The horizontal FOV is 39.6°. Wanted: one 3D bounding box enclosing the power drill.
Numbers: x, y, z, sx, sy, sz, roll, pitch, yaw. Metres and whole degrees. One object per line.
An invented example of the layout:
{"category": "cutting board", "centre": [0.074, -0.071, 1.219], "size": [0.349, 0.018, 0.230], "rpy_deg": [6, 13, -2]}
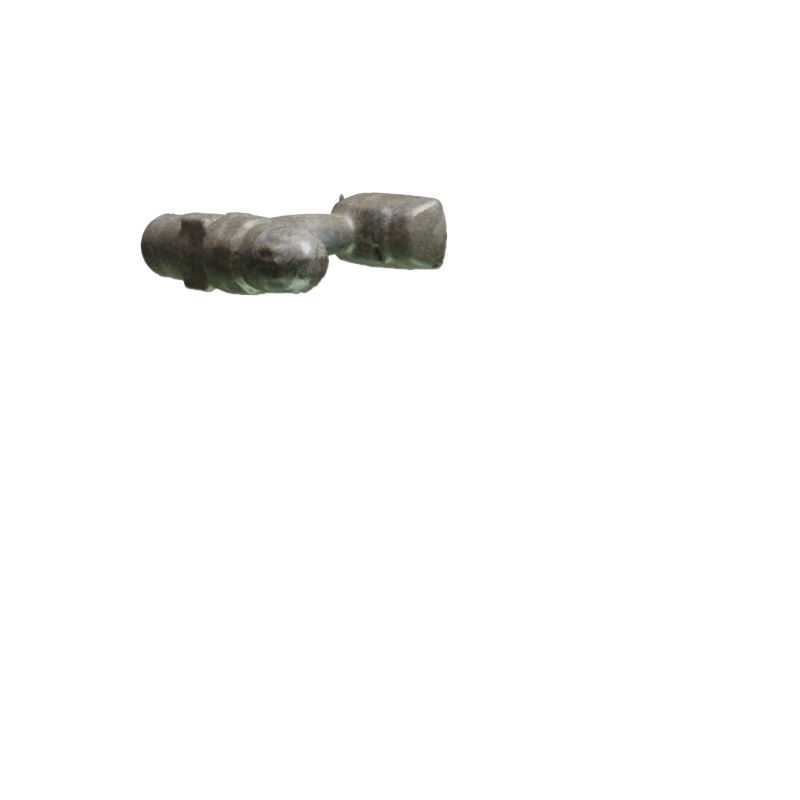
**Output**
{"category": "power drill", "centre": [-0.059, -0.108, 0.759], "size": [0.182, 0.056, 0.194], "rpy_deg": [-11, 17, -38]}
